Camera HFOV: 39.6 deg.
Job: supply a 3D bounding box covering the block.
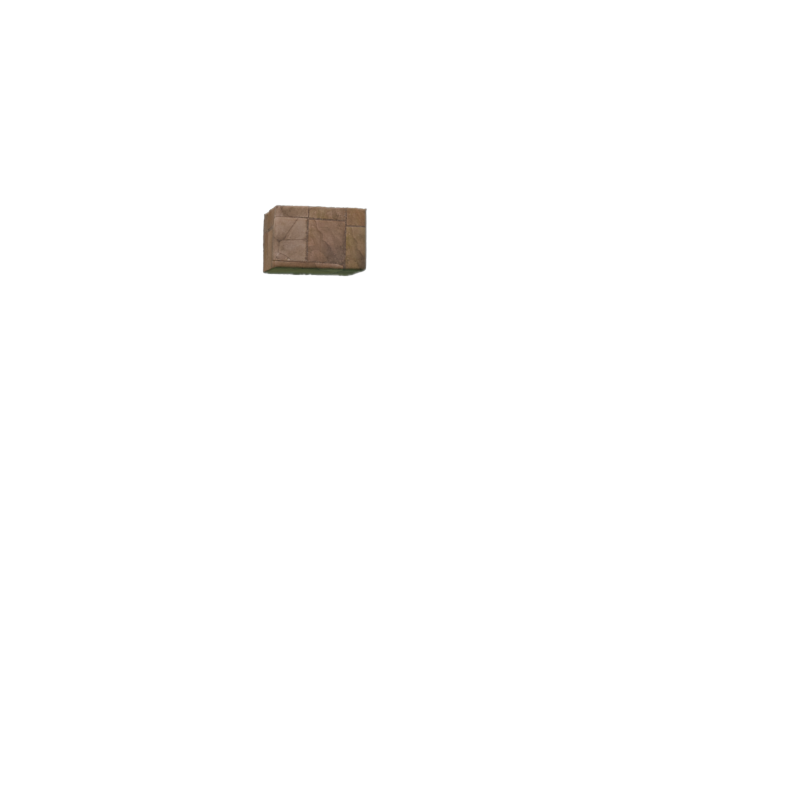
[{"bbox_3d":[-0.071,-0.130,0.910,0.076,0.052,0.053,0,-3,-16],"label":"block"}]
